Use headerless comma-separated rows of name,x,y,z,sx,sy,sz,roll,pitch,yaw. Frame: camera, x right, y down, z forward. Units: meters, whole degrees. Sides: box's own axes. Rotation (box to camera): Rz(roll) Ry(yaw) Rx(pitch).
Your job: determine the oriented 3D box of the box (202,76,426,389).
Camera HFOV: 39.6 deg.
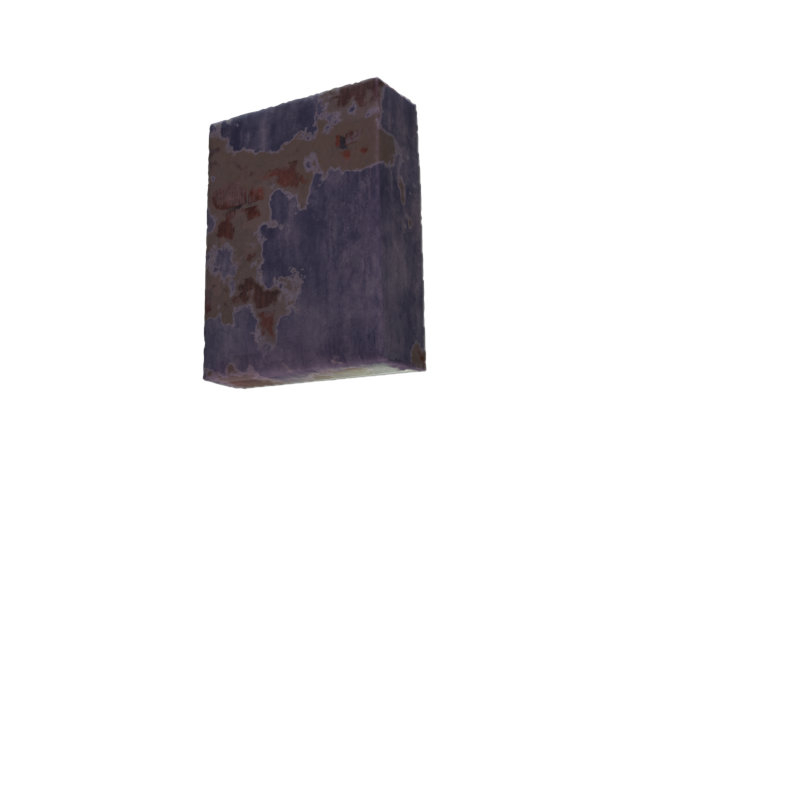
box,-0.067,-0.122,0.856,0.168,0.222,0.068,-9,-17,31
